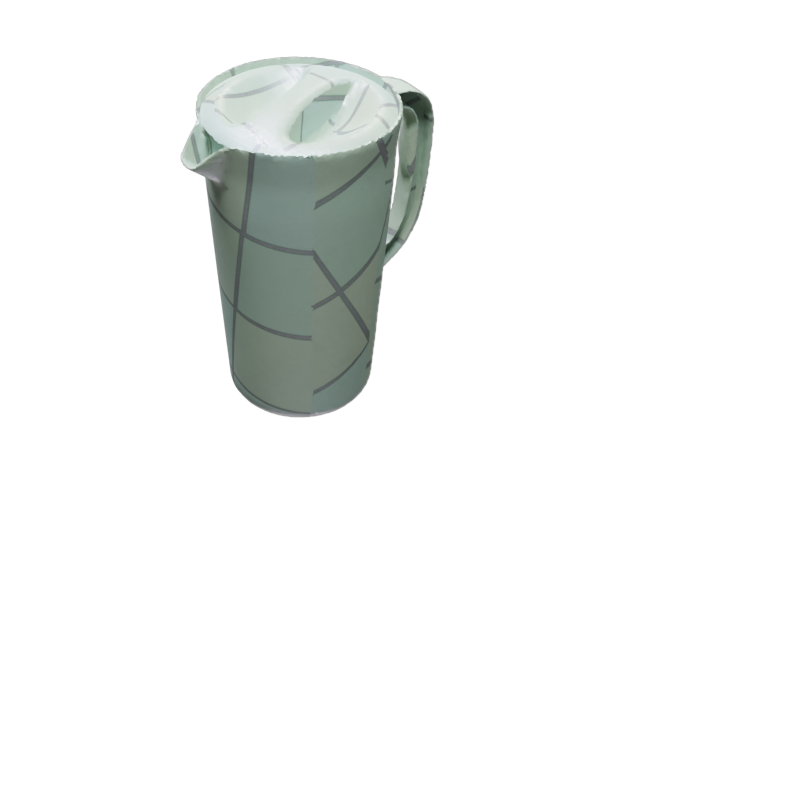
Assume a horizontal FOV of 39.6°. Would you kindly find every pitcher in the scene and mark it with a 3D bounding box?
[{"bbox_3d":[-0.061,-0.112,0.782,0.151,0.227,0.153,7,40,6],"label":"pitcher"}]
